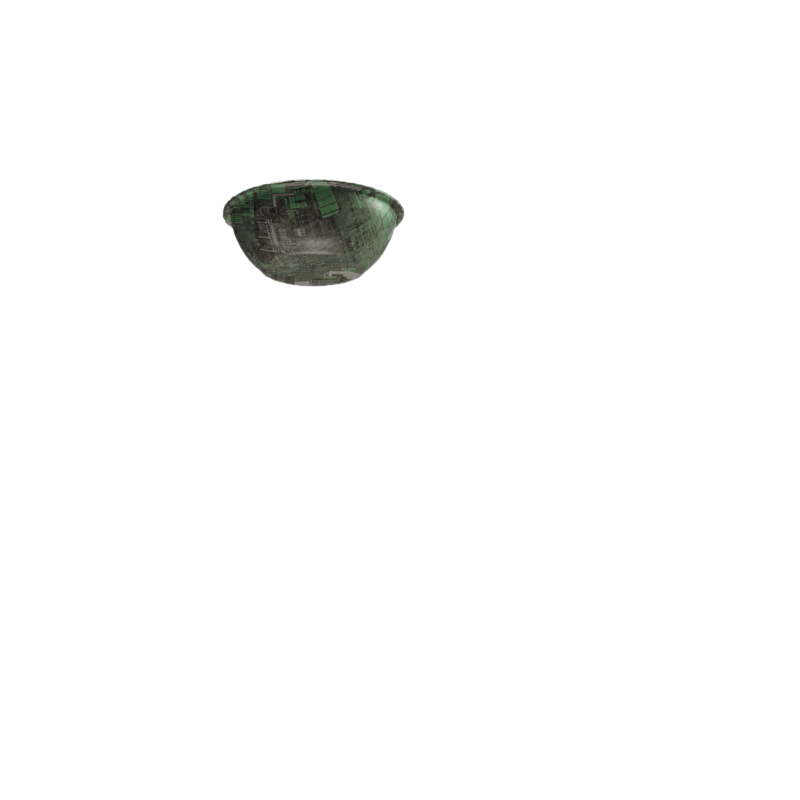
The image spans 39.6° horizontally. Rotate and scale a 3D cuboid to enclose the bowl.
[{"bbox_3d":[-0.077,-0.140,0.977,0.162,0.057,0.156,0,-13,-2],"label":"bowl"}]
